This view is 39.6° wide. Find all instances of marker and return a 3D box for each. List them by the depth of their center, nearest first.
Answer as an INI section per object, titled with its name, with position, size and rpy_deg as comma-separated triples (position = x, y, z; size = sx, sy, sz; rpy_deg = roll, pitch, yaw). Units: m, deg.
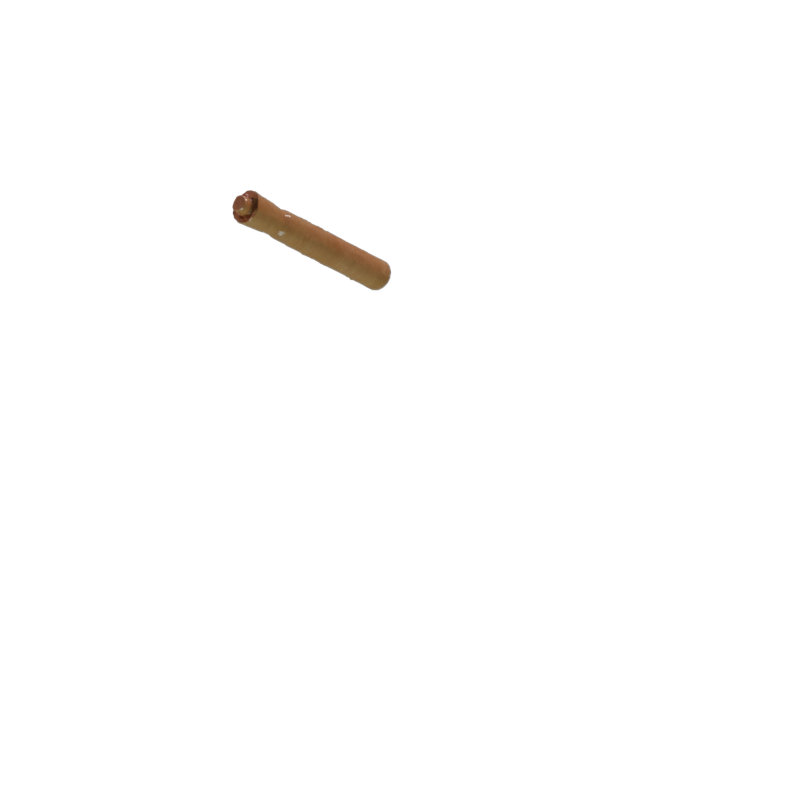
[marker]
position = -0.048, -0.088, 0.615
size = 0.021, 0.020, 0.113
rpy_deg = 4, -12, 42
